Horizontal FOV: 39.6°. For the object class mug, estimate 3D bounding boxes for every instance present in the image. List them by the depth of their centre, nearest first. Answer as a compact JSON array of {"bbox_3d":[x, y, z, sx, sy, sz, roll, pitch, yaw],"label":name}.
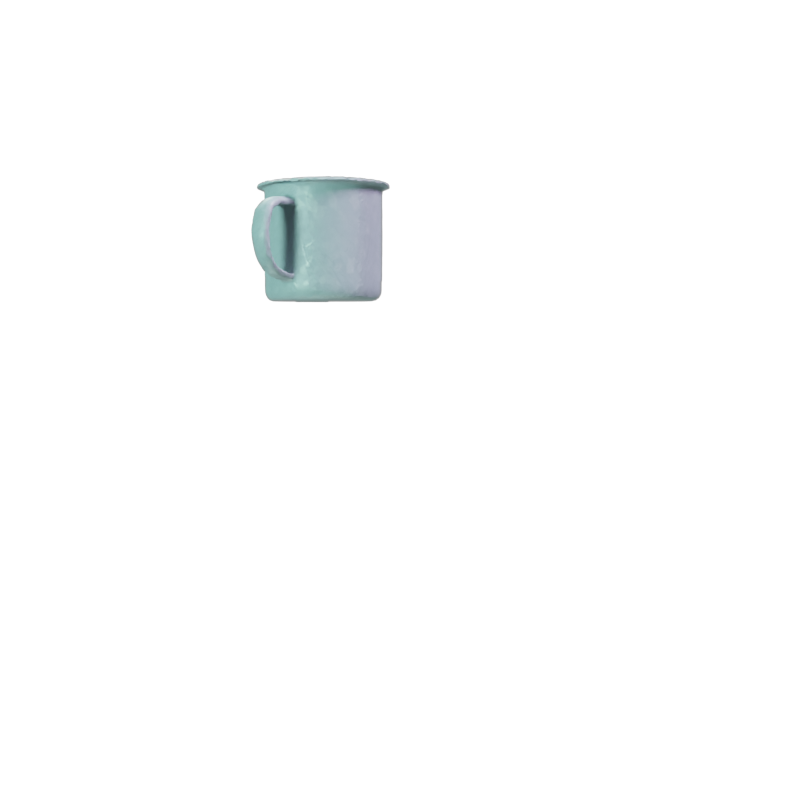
[{"bbox_3d":[-0.060,-0.109,0.764,0.096,0.082,0.113,0,1,33],"label":"mug"}]
